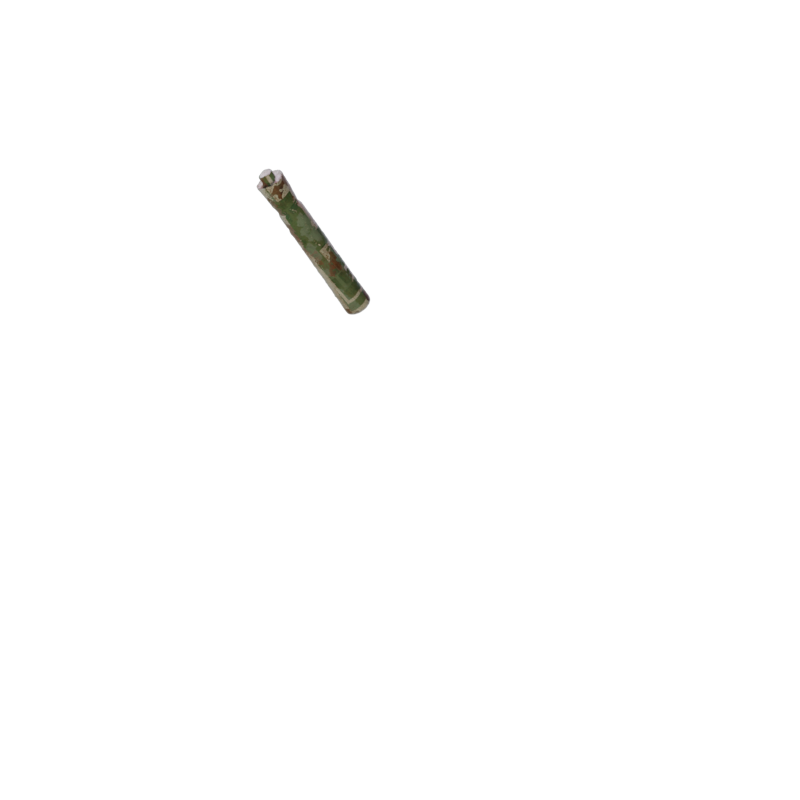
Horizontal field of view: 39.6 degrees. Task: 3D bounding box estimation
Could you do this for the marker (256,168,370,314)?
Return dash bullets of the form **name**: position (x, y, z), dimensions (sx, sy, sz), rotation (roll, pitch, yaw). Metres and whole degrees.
- **marker**: position (-0.057, -0.103, 0.724), dimensions (0.020, 0.113, 0.021), rotation (-26, 33, 17)
